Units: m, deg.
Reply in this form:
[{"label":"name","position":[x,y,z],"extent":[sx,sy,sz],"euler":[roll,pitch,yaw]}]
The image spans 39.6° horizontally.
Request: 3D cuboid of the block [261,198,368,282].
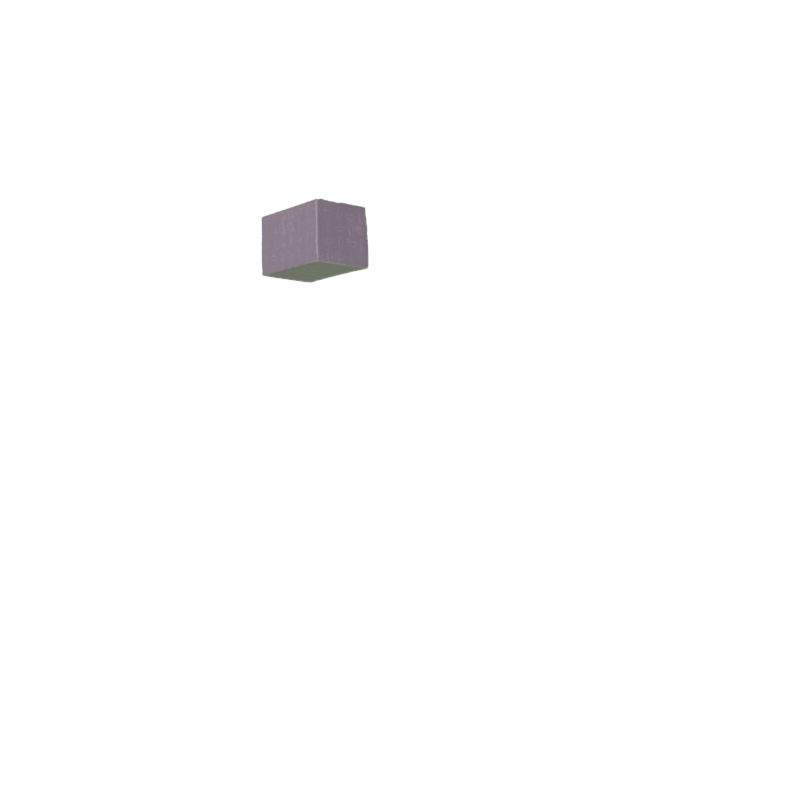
[{"label":"block","position":[-0.070,-0.128,0.896],"extent":[0.050,0.053,0.080],"euler":[7,-10,-40]}]
